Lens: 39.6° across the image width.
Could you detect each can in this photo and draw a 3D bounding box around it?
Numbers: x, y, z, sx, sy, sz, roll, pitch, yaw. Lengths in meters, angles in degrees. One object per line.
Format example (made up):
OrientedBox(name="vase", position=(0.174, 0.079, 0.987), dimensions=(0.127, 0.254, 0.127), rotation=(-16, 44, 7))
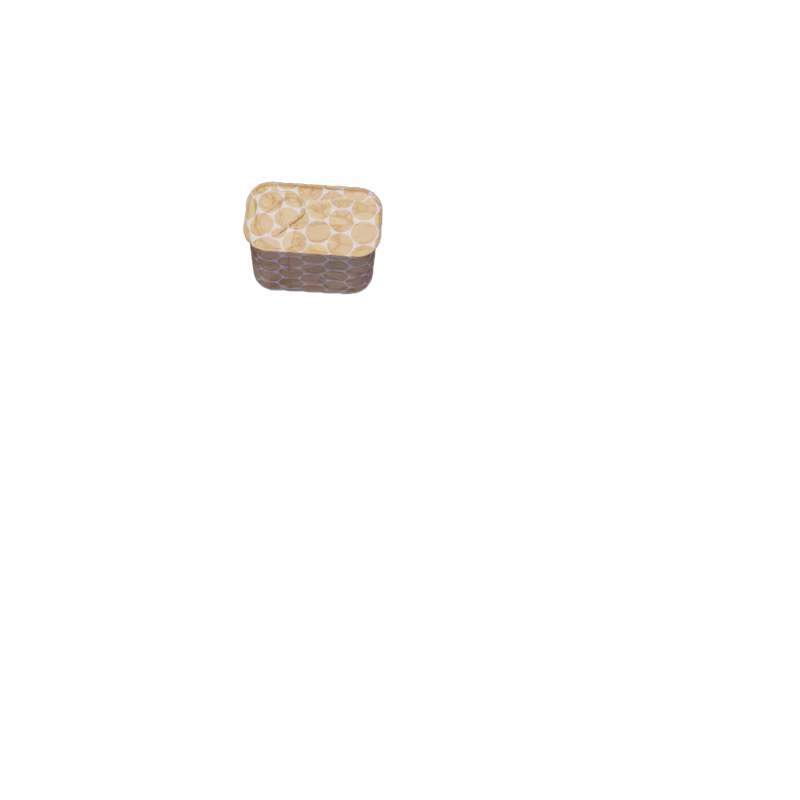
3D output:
OrientedBox(name="can", position=(-0.067, -0.122, 0.855), dimensions=(0.102, 0.060, 0.080), rotation=(4, -20, 0))
